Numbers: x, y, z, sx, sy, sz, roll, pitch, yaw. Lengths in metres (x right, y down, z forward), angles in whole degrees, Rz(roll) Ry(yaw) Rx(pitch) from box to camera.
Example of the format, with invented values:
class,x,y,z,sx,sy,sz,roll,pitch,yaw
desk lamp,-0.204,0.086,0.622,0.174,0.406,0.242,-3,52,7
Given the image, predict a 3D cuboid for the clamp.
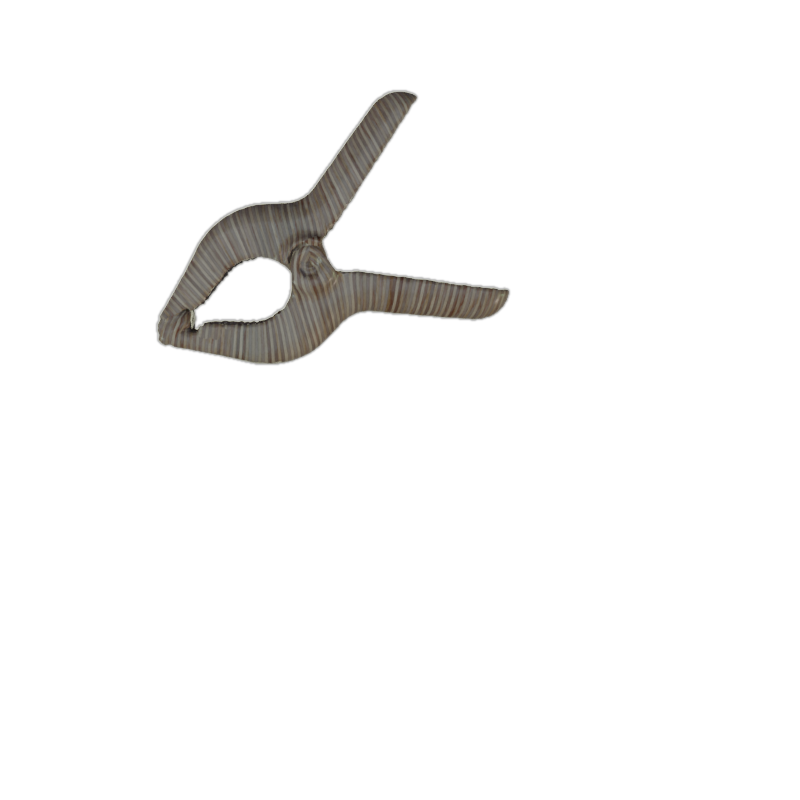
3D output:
class,x,y,z,sx,sy,sz,roll,pitch,yaw
clamp,-0.043,-0.078,0.549,0.171,0.123,0.038,-16,-8,-3
